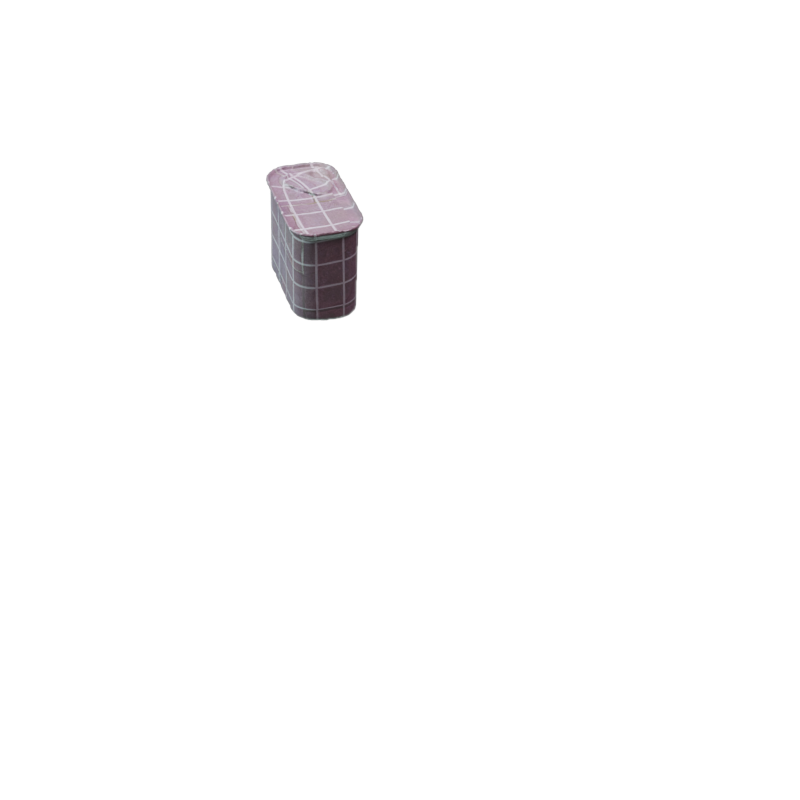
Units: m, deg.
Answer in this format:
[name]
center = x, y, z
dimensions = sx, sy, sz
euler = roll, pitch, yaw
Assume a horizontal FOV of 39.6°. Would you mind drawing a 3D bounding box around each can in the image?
[can]
center = -0.067, -0.123, 0.861
dimensions = 0.057, 0.078, 0.110
euler = -10, 40, -15
